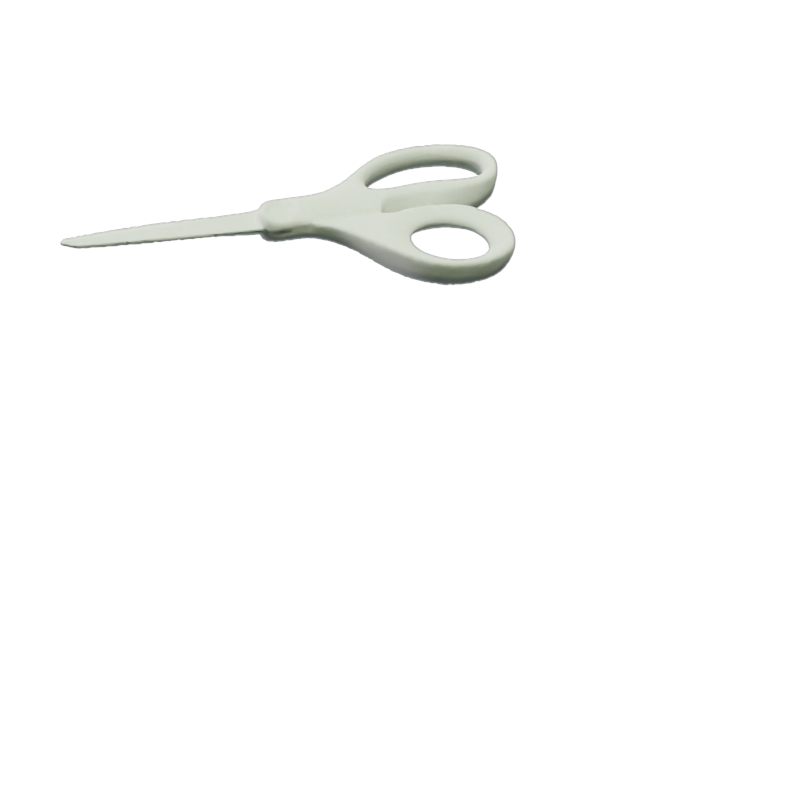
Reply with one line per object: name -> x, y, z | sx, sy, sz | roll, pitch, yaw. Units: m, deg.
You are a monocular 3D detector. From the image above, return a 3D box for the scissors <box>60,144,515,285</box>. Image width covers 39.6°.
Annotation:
scissors -> -0.038, -0.069, 0.486 | 0.200, 0.015, 0.104 | -20, 48, -19
